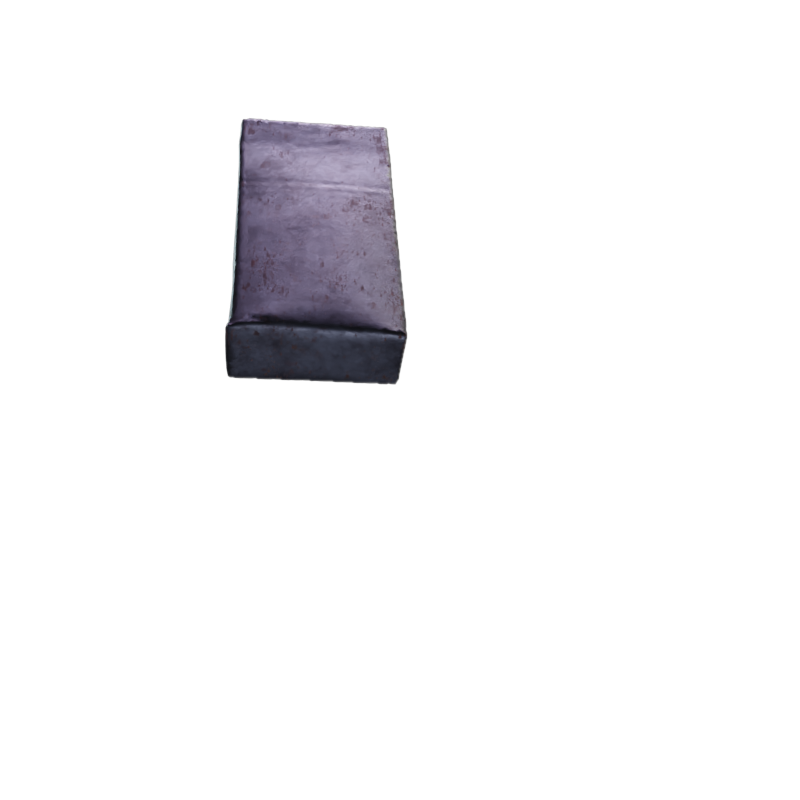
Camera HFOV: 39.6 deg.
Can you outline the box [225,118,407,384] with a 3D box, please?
[{"bbox_3d":[-0.049,-0.090,0.632,0.093,0.045,0.189,2,45,-6],"label":"box"}]
